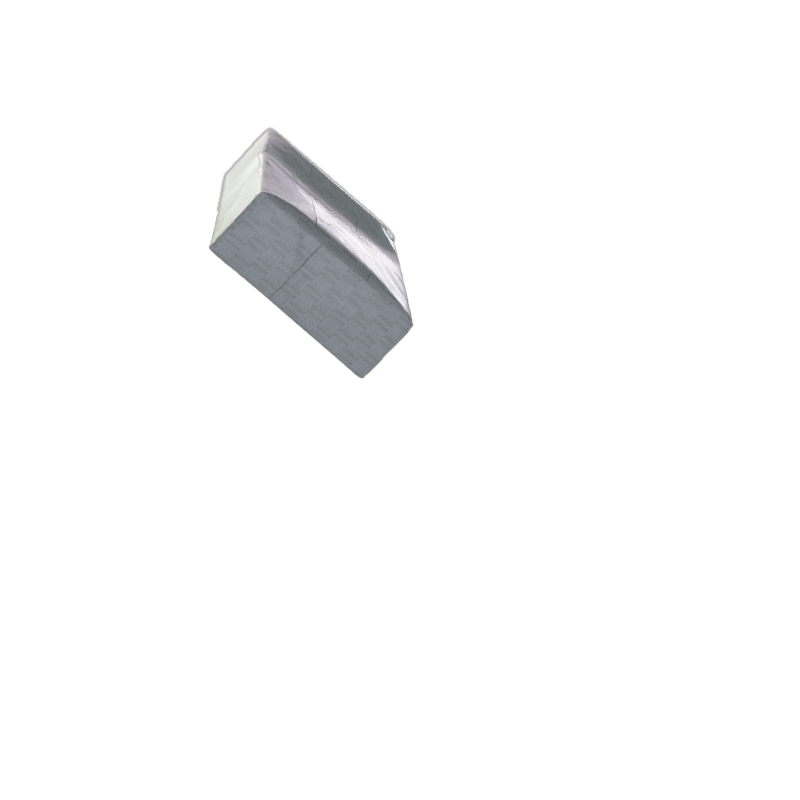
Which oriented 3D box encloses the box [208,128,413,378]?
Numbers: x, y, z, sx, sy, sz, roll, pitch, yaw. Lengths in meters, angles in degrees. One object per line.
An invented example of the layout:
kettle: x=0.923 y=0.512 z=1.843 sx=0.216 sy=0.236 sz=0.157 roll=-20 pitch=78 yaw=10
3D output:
box: x=-0.074 y=-0.134 z=0.942 sx=0.158 sy=0.071 sz=0.225 roll=39 pitch=17 yaw=-18
